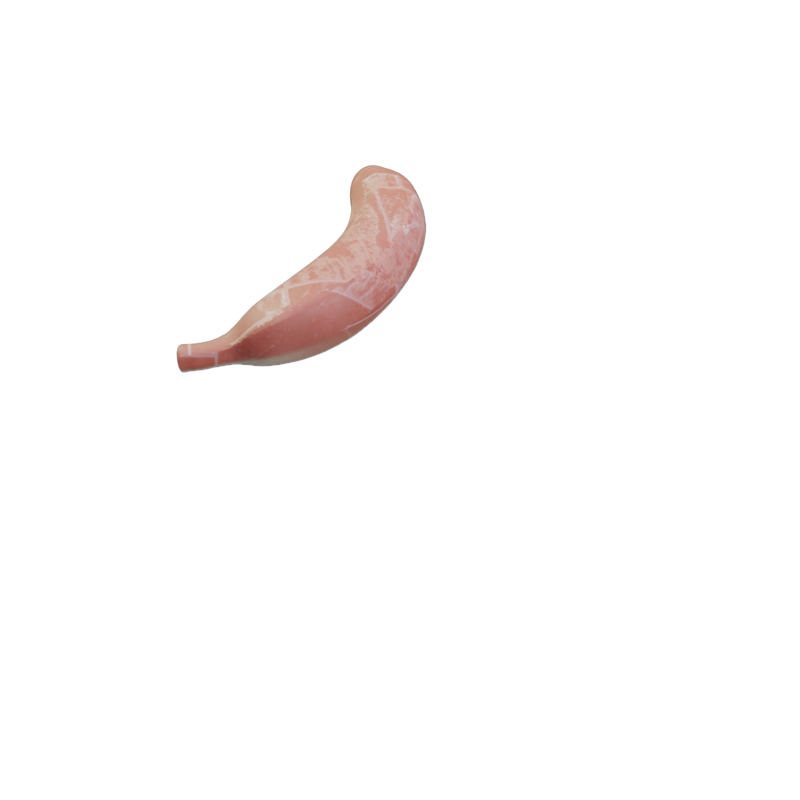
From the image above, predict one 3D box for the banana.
[{"bbox_3d":[-0.025,-0.068,0.512,0.072,0.035,0.203,12,35,18],"label":"banana"}]
